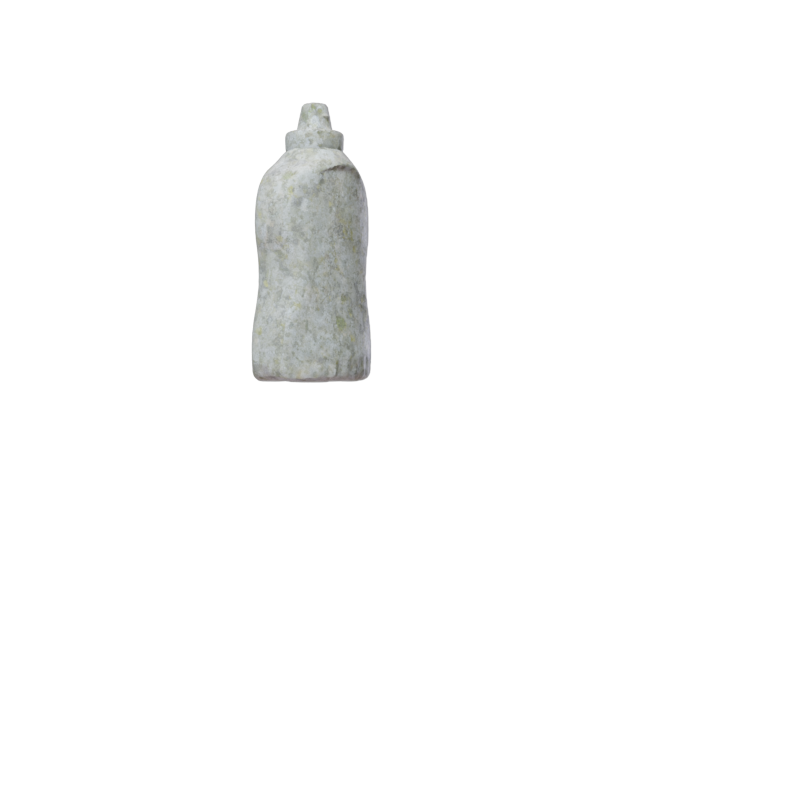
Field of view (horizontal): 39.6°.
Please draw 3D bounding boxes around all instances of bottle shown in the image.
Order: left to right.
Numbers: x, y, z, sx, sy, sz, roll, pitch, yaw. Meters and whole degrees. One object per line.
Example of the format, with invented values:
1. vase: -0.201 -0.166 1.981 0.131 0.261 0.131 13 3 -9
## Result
1. bottle: -0.059 -0.109 0.765 0.060 0.194 0.092 -5 -6 39
